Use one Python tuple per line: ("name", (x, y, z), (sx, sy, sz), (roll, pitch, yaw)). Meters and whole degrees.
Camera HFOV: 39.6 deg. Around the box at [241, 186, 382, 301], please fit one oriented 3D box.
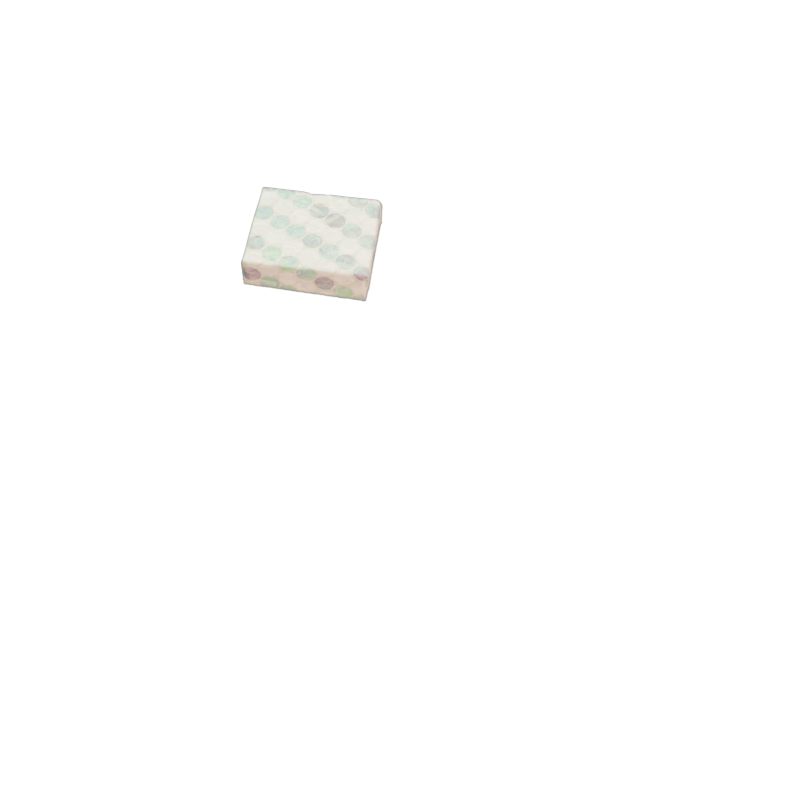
("box", (-0.061, -0.111, 0.779), (0.090, 0.078, 0.028), (7, -38, 5))
